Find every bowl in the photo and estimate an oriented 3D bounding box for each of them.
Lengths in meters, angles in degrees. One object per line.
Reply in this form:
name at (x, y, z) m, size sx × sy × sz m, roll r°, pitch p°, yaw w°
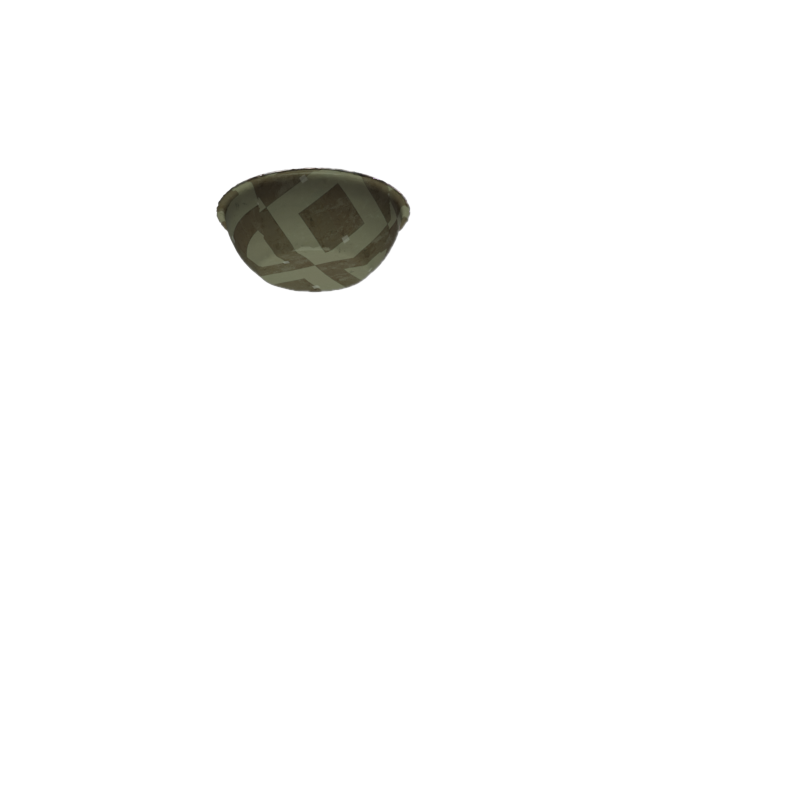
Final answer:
bowl at (-0.072, -0.131, 0.914) m, size 0.162 × 0.058 × 0.155 m, roll 0°, pitch -18°, yaw -2°
